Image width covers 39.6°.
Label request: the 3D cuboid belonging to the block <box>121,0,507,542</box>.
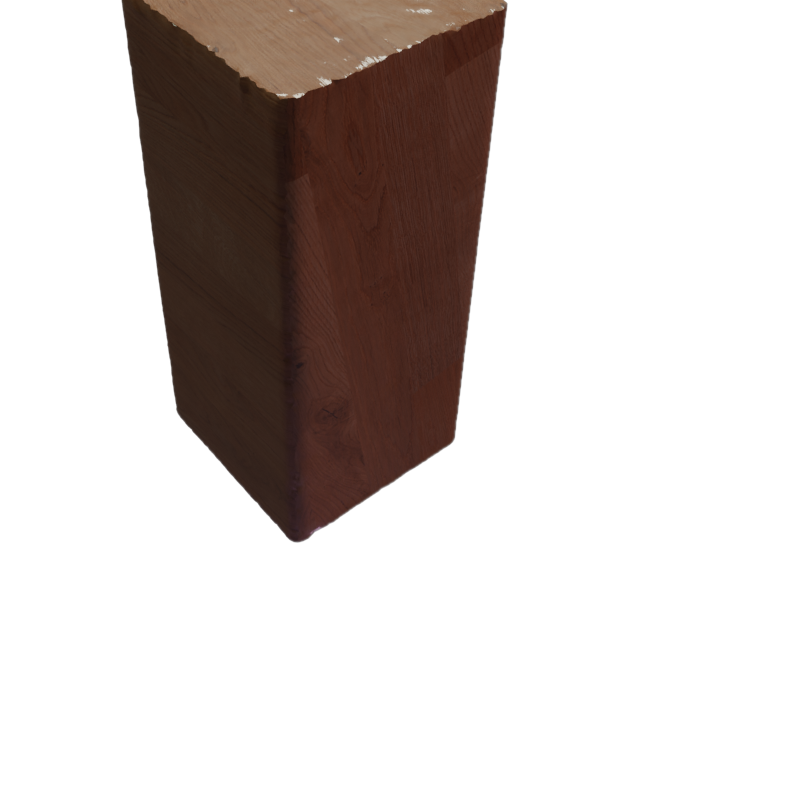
[{"bbox_3d":[-0.033,-0.058,0.408,0.090,0.192,0.097,-29,53,-28],"label":"block"}]
